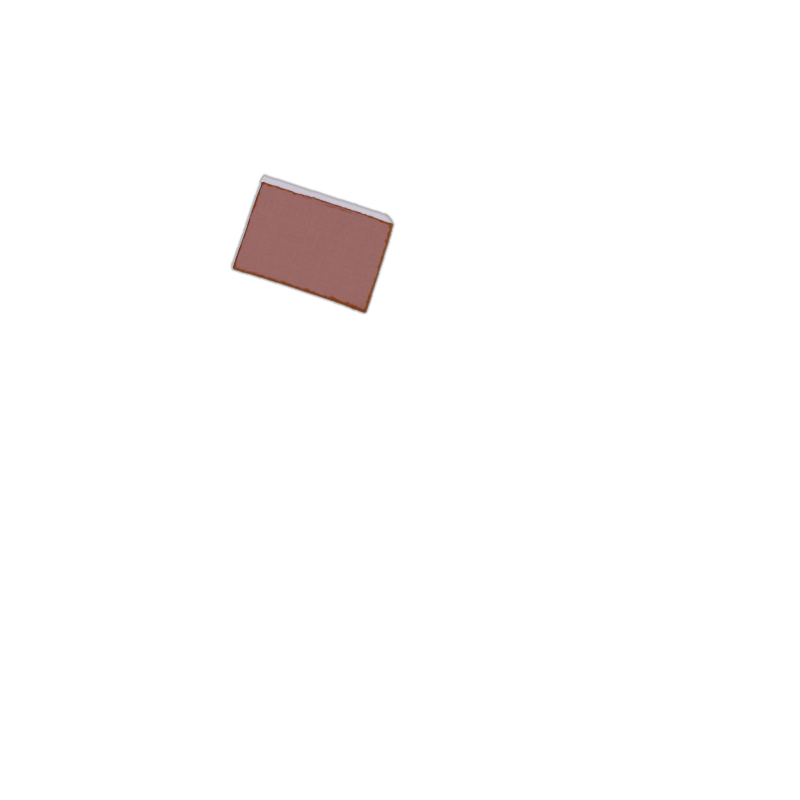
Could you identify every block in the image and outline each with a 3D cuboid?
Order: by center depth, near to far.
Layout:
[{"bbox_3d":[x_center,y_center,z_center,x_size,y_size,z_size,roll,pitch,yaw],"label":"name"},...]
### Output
[{"bbox_3d":[-0.048,-0.088,0.617,0.077,0.052,0.052,19,9,-4],"label":"block"}]
